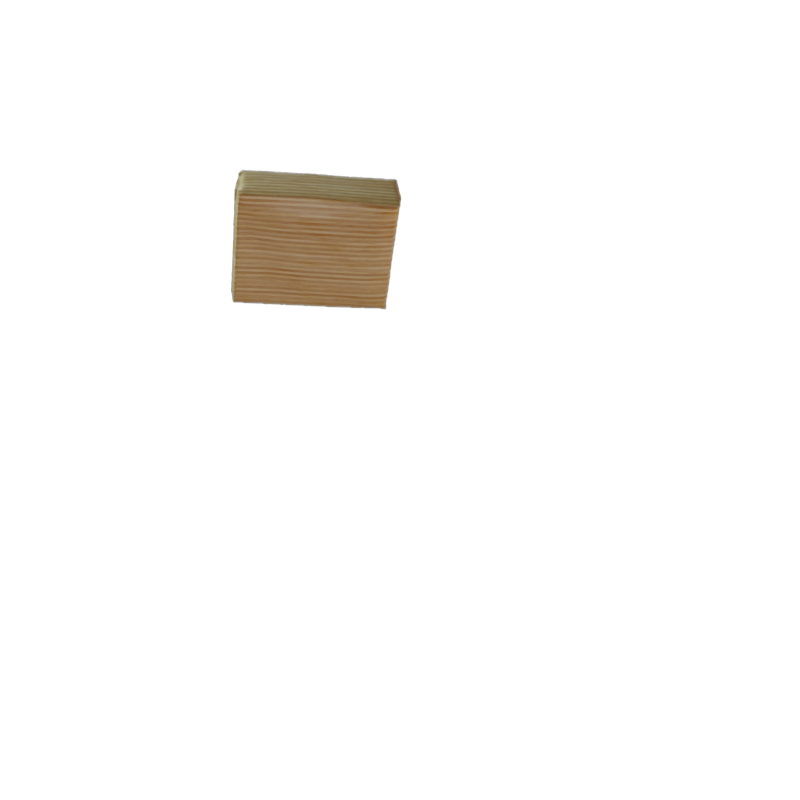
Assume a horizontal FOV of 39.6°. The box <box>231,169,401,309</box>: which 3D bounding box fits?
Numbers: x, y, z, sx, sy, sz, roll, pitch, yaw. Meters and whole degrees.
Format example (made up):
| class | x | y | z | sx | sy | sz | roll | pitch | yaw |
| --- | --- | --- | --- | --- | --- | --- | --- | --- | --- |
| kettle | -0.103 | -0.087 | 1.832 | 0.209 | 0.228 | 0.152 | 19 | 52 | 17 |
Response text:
| class | x | y | z | sx | sy | sz | roll | pitch | yaw |
| --- | --- | --- | --- | --- | --- | --- | --- | --- | --- |
| box | -0.061 | -0.111 | 0.774 | 0.113 | 0.085 | 0.041 | 5 | 34 | -4 |
